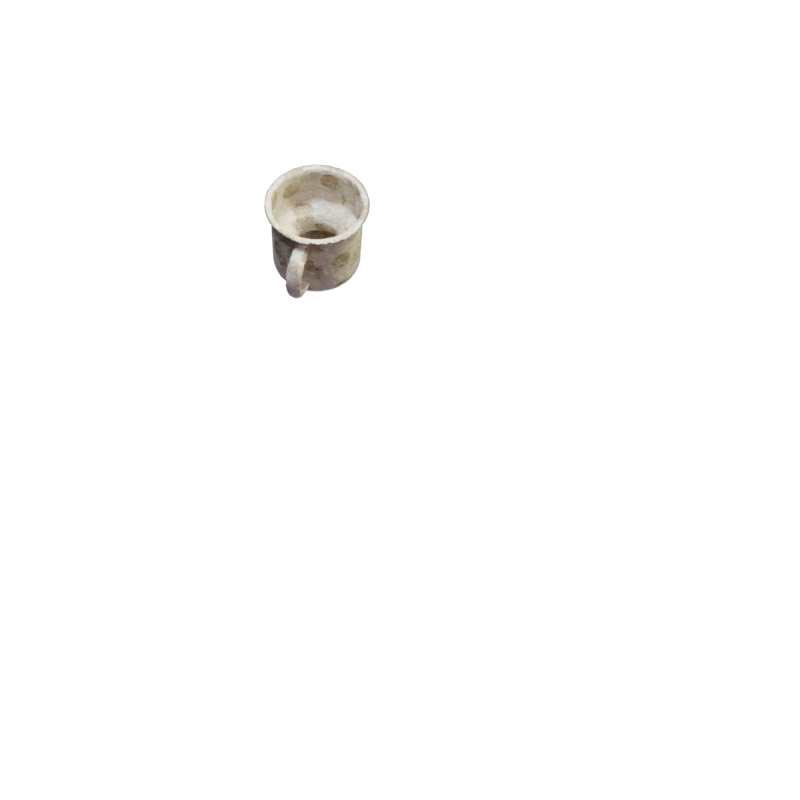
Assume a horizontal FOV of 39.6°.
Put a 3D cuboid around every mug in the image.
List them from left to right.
[{"bbox_3d":[-0.078,-0.142,0.998,0.095,0.124,0.076,12,-35,6],"label":"mug"}]
